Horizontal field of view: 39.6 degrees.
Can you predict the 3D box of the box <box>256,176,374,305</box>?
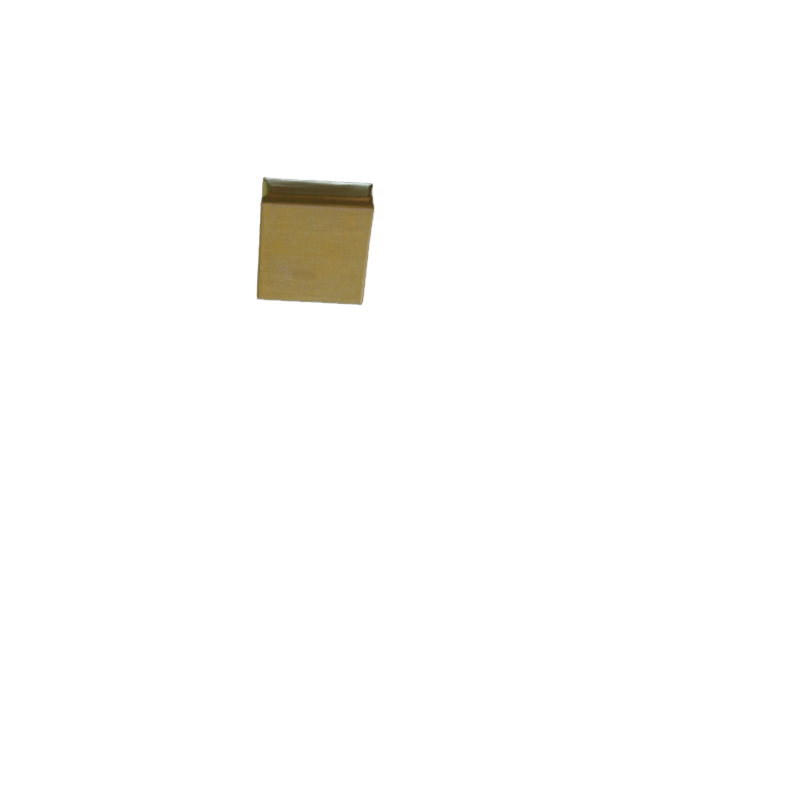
[{"bbox_3d":[-0.058,-0.105,0.736,0.073,0.083,0.032,3,44,-4],"label":"box"}]
